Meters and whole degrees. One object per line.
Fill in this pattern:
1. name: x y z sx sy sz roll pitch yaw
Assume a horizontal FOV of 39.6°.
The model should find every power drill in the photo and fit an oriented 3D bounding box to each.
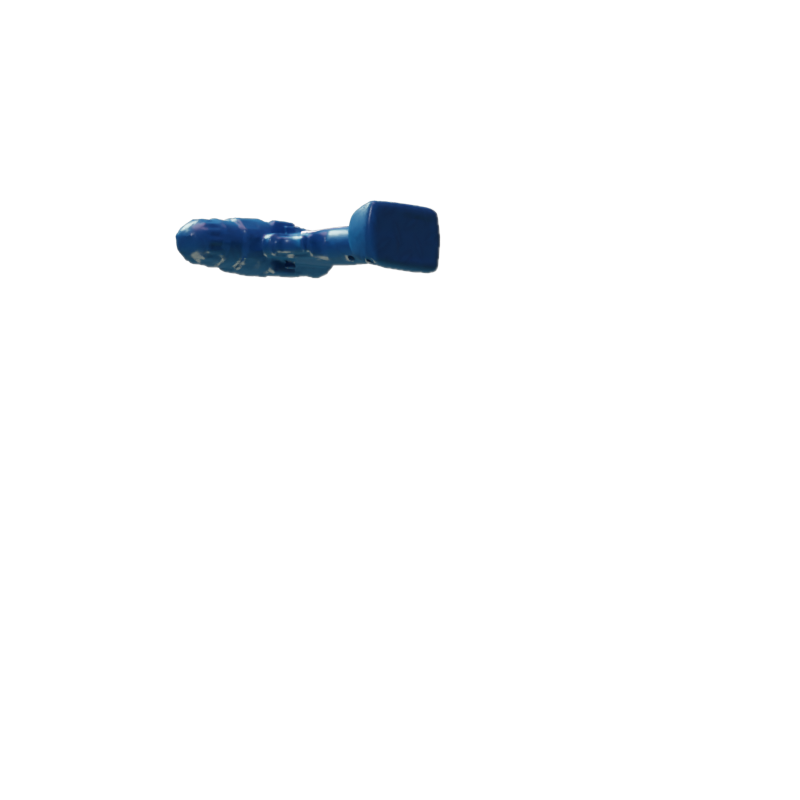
1. power drill: -0.075 -0.137 0.962 0.195 0.057 0.177 3 4 39
